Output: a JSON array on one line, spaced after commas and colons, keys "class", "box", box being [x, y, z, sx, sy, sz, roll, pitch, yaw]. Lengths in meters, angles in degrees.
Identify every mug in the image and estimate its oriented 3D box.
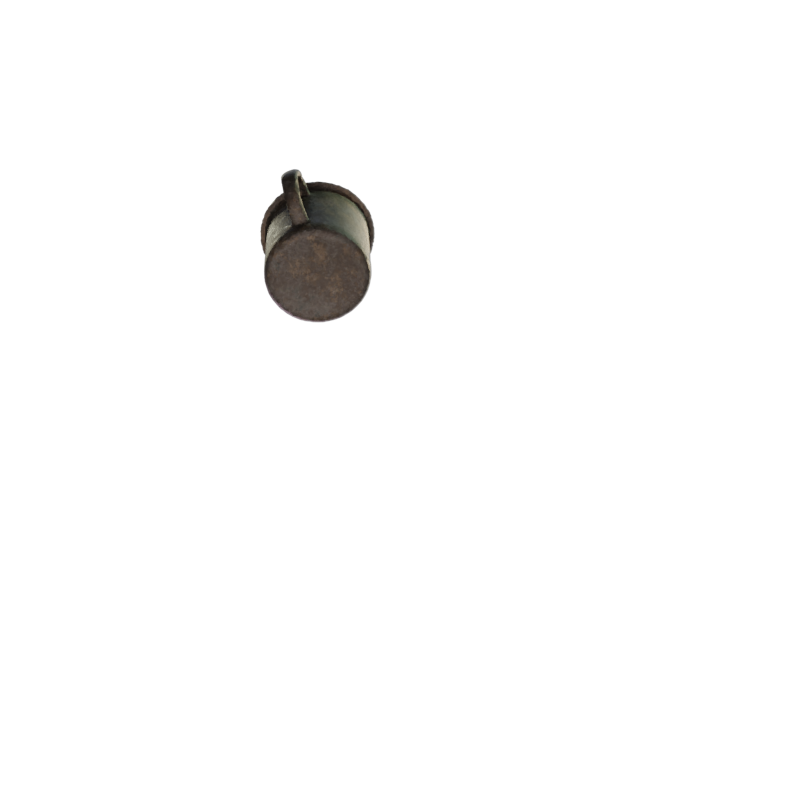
[{"class": "mug", "box": [-0.067, -0.123, 0.861, 0.093, 0.110, 0.086, -14, 27, 5]}]
